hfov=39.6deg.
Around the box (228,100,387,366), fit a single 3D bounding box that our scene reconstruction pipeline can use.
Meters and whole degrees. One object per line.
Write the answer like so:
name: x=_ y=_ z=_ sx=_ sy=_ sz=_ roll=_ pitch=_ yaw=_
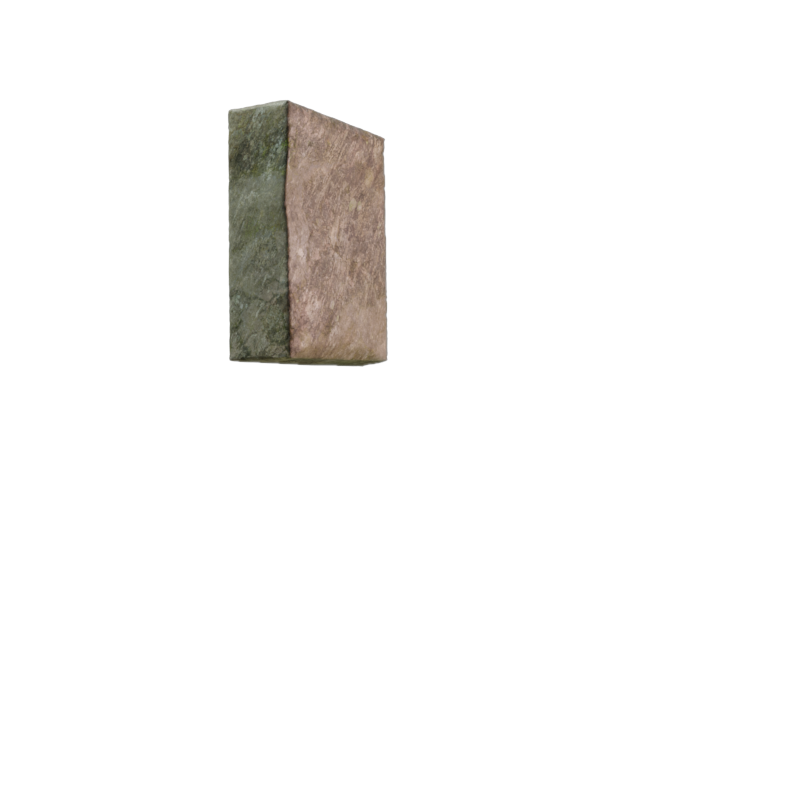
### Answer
box: x=-0.076 y=-0.138 z=0.969 sx=0.074 sy=0.218 sz=0.157 roll=-5 pitch=-7 yaw=30
